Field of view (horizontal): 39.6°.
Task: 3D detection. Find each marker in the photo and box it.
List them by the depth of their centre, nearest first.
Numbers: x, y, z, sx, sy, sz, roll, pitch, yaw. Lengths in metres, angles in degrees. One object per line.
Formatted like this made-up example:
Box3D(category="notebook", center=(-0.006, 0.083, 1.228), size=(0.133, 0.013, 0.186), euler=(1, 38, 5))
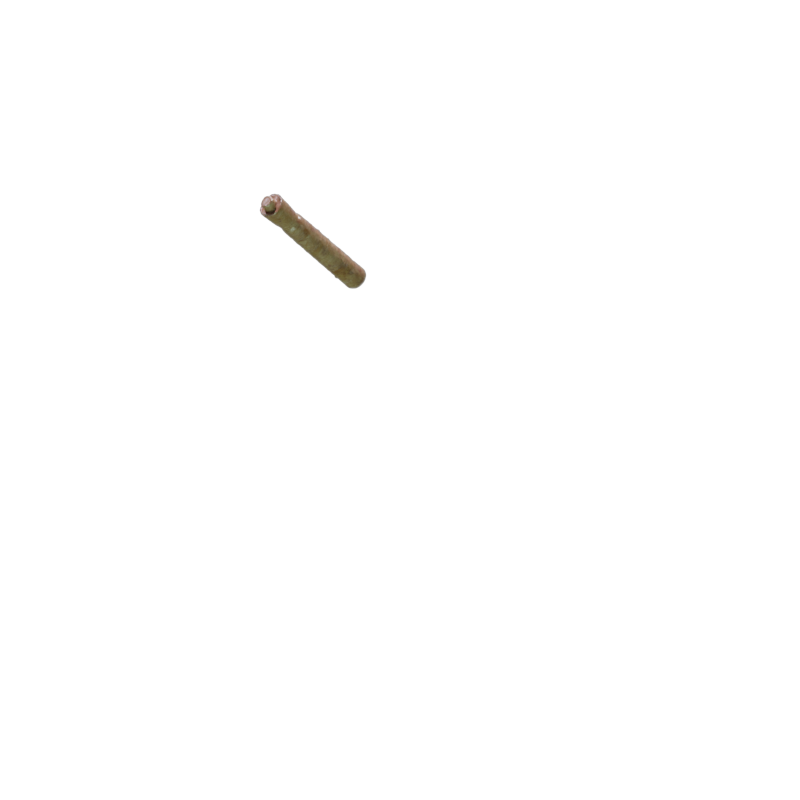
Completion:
Box3D(category="marker", center=(-0.064, -0.117, 0.818), size=(0.021, 0.020, 0.112), euler=(3, -22, 37))
